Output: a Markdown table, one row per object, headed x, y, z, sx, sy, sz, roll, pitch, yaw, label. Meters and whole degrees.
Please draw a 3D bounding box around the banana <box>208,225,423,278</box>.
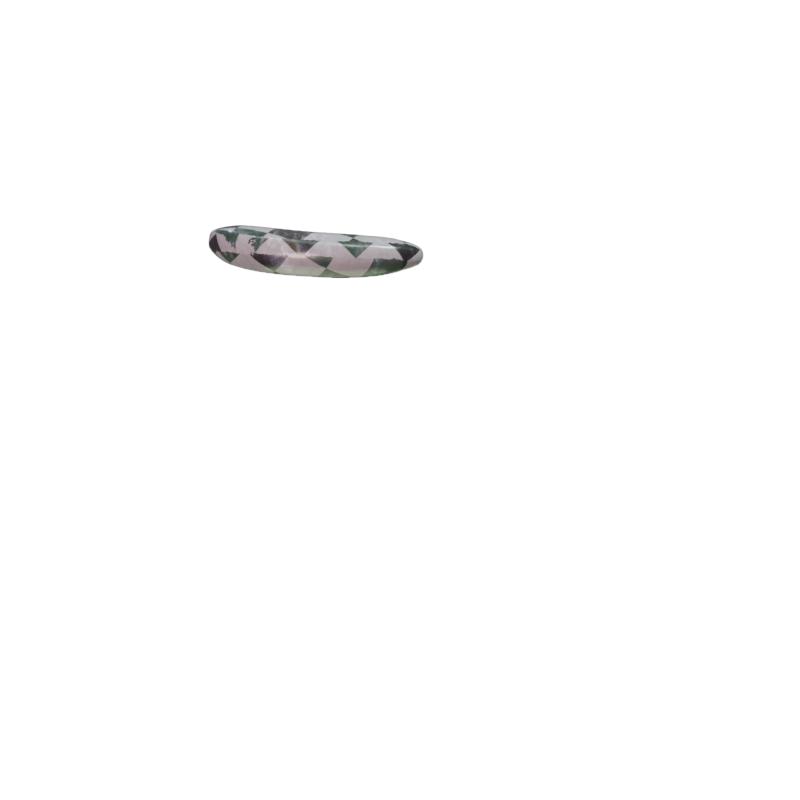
| x | y | z | sx | sy | sz | roll | pitch | yaw | label |
| --- | --- | --- | --- | --- | --- | --- | --- | --- | --- |
| -0.083 | -0.128 | 0.936 | 0.203 | 0.035 | 0.071 | 9 | 26 | 17 | banana |
